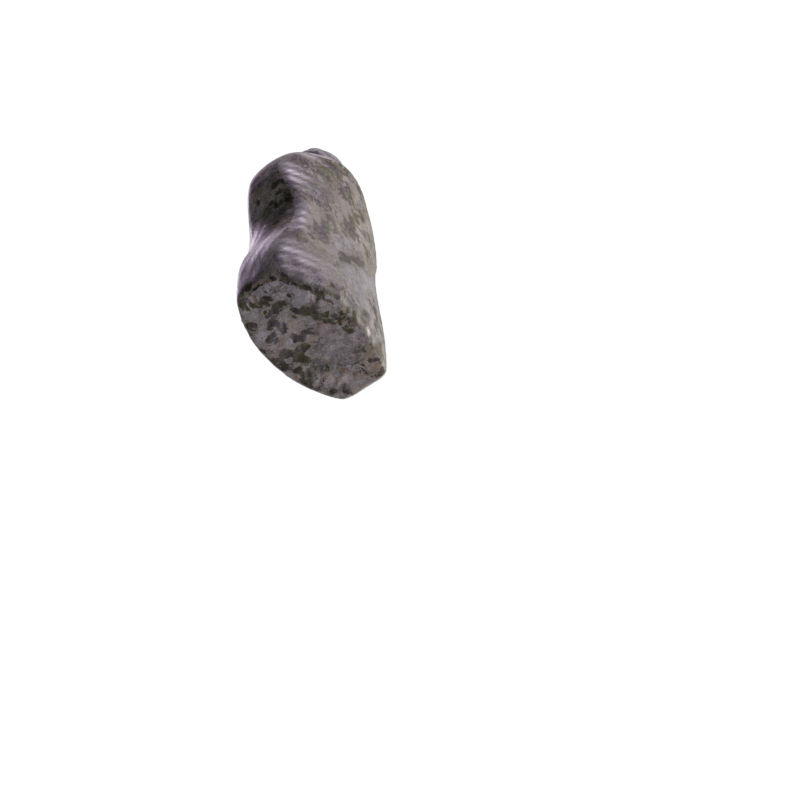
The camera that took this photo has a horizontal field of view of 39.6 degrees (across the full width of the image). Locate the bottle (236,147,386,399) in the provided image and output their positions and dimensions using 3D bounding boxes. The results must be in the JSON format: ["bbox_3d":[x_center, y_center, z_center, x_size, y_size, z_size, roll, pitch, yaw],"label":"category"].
[{"bbox_3d":[-0.052,-0.096,0.670,0.058,0.205,0.090,-35,-56,23],"label":"bottle"}]
